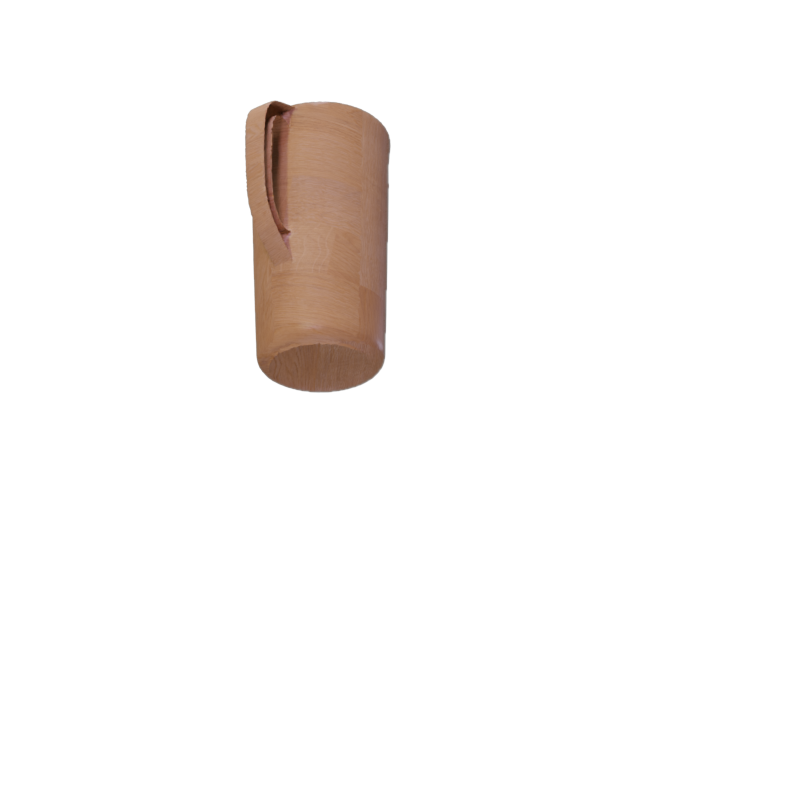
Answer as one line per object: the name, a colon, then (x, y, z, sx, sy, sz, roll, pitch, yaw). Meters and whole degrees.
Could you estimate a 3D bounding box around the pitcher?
pitcher: (-0.077, -0.140, 0.979, 0.146, 0.259, 0.139, 7, -32, -14)
